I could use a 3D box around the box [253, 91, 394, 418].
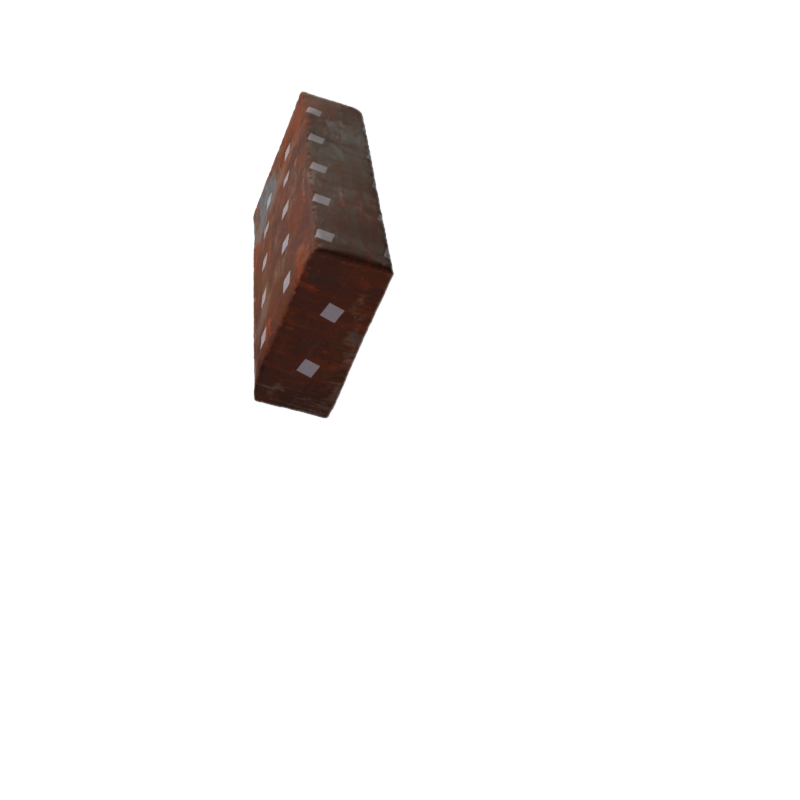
[{"bbox_3d":[-0.046,-0.084,0.586,0.047,0.089,0.188,17,33,-16],"label":"box"}]
